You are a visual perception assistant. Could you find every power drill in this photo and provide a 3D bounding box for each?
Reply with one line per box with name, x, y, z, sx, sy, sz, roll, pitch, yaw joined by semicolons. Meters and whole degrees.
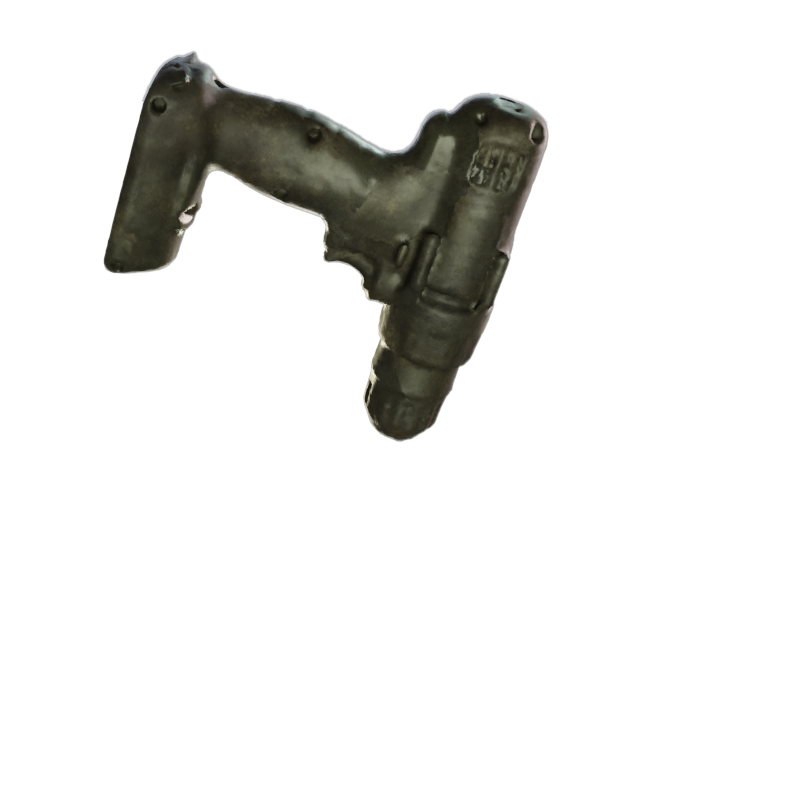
power drill;-0.042;-0.076;0.533;0.185;0.177;0.060;15;23;-7
